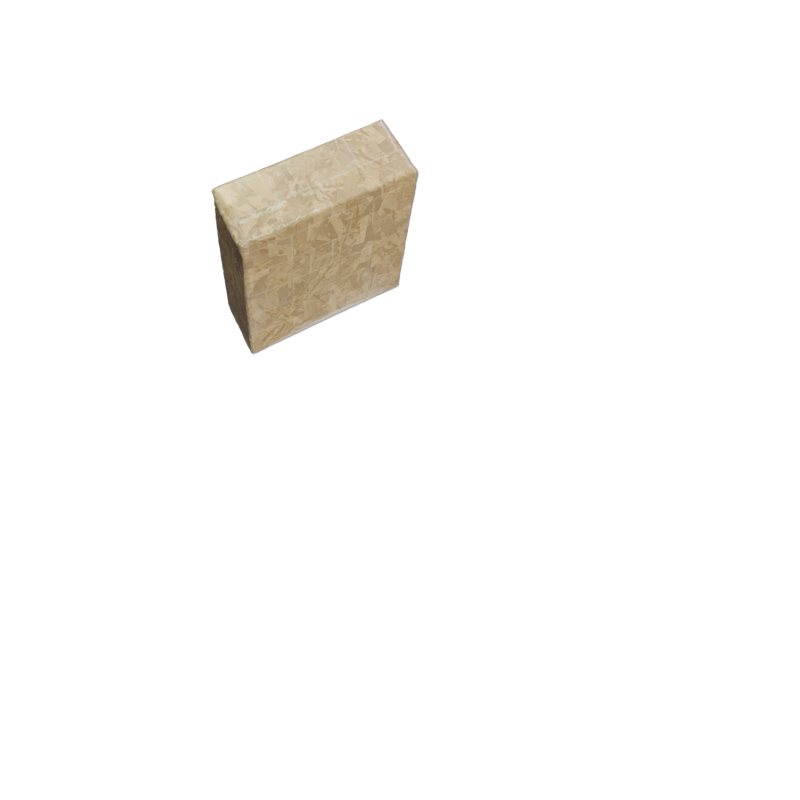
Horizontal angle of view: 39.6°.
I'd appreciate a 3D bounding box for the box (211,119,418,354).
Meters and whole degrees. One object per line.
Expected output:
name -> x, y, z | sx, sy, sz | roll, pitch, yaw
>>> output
box -> -0.078, -0.142, 0.996 | 0.164, 0.076, 0.202 | -26, -19, -14
